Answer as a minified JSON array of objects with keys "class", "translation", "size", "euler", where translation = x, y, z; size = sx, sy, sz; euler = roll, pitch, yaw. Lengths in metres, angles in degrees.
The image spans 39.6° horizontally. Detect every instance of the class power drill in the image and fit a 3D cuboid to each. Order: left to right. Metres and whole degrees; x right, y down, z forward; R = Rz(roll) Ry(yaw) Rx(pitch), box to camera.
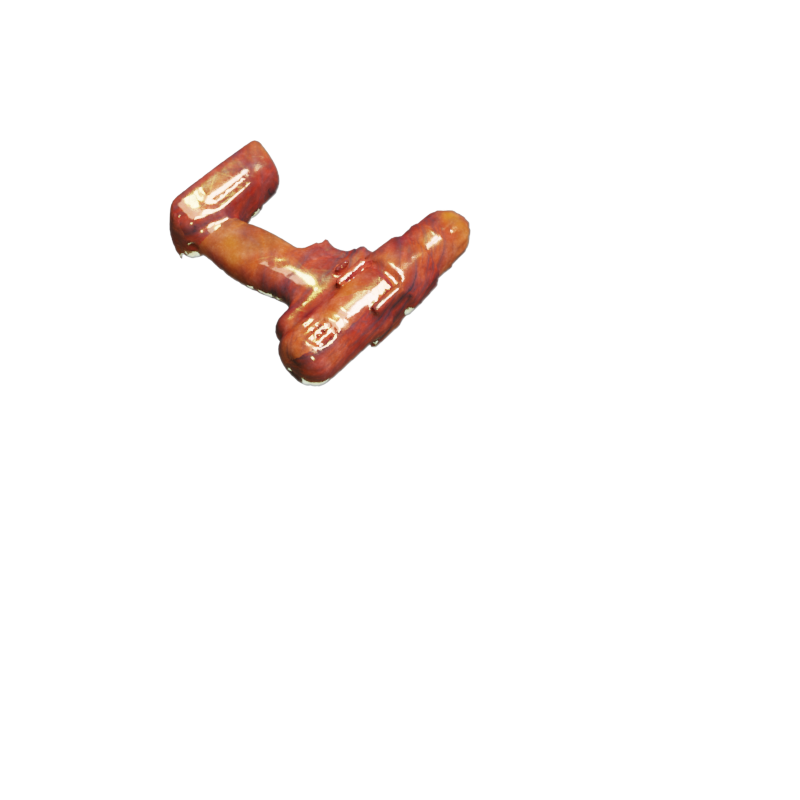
[{"class":"power drill","translation":[-0.065,-0.119,0.830],"size":[0.199,0.053,0.187],"euler":[35,59,24]}]
